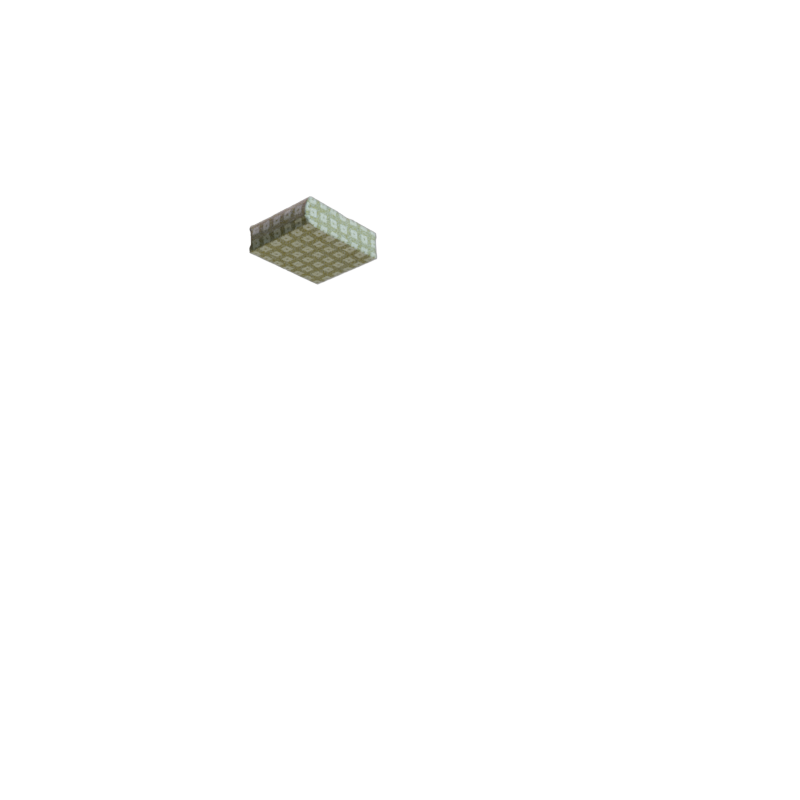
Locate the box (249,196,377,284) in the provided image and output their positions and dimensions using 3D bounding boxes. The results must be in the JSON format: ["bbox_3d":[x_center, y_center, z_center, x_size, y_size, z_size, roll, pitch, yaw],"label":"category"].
[{"bbox_3d":[-0.076,-0.138,0.966,0.074,0.032,0.084,-21,-31,38],"label":"box"}]
